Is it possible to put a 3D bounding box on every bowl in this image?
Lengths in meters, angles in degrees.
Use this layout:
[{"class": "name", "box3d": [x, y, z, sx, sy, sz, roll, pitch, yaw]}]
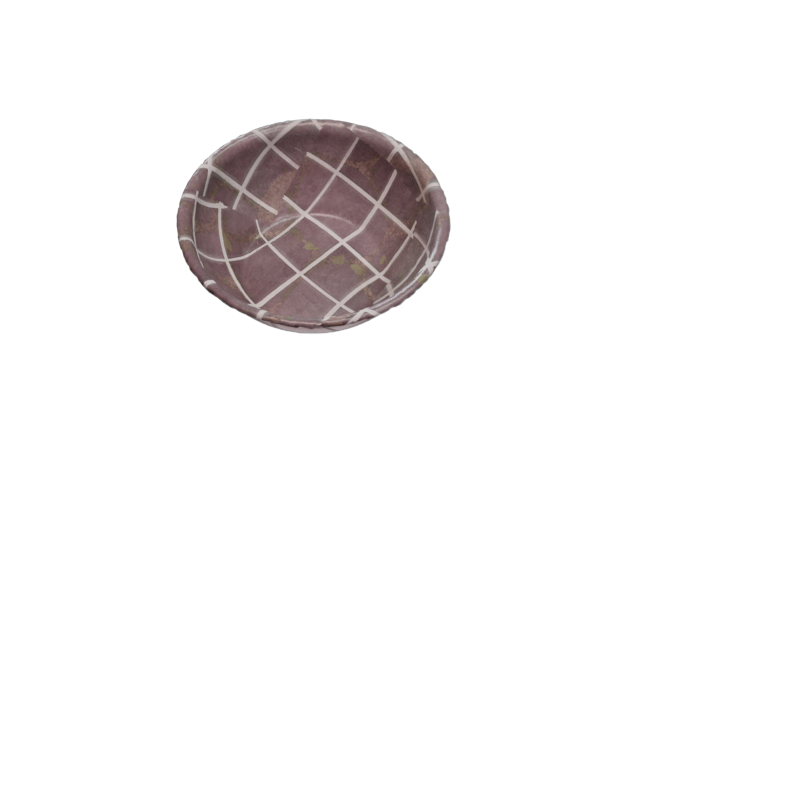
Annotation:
[{"class": "bowl", "box3d": [-0.053, -0.096, 0.674, 0.162, 0.174, 0.051, -1, -36, -1]}]
